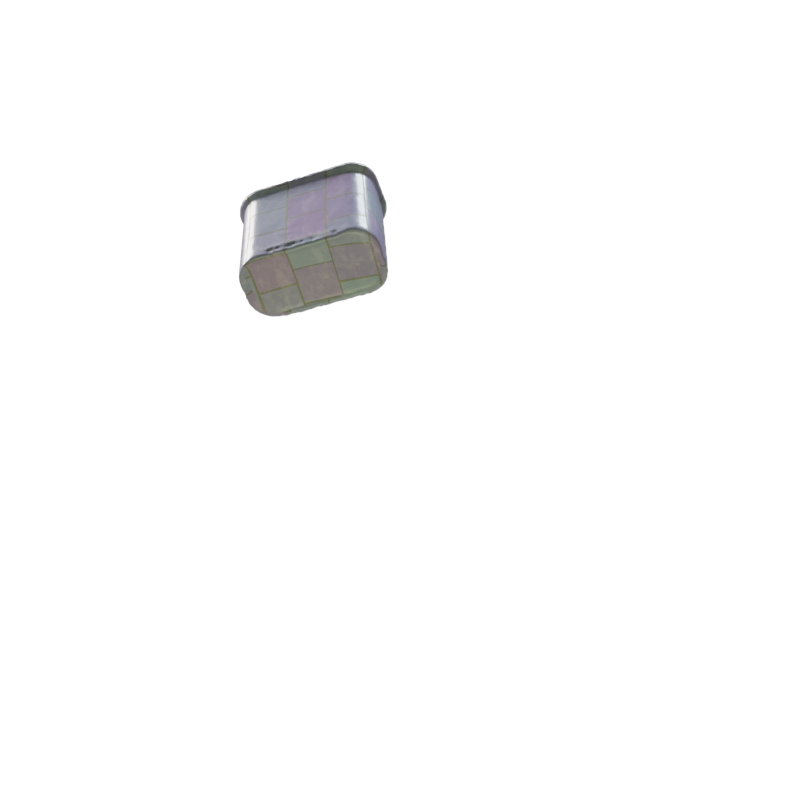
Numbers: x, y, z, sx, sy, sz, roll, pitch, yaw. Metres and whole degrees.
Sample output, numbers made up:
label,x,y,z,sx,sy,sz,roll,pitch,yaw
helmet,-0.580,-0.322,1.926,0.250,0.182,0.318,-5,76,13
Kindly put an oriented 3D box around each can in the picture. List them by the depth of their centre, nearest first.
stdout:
label,x,y,z,sx,sy,sz,roll,pitch,yaw
can,-0.059,-0.108,0.755,0.102,0.053,0.090,-15,37,10
